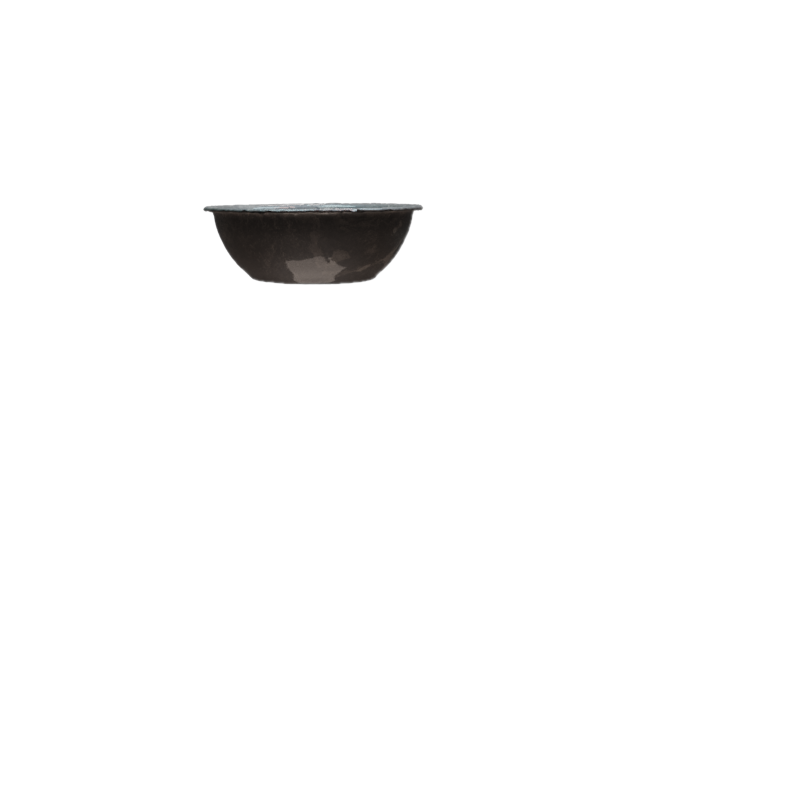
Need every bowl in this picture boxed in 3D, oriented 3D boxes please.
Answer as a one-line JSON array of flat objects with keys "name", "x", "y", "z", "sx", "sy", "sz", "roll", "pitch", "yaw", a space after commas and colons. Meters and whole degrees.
[{"name": "bowl", "x": -0.064, "y": -0.117, "z": 0.818, "sx": 0.162, "sy": 0.054, "sz": 0.165, "roll": 0, "pitch": 11, "yaw": -2}]
